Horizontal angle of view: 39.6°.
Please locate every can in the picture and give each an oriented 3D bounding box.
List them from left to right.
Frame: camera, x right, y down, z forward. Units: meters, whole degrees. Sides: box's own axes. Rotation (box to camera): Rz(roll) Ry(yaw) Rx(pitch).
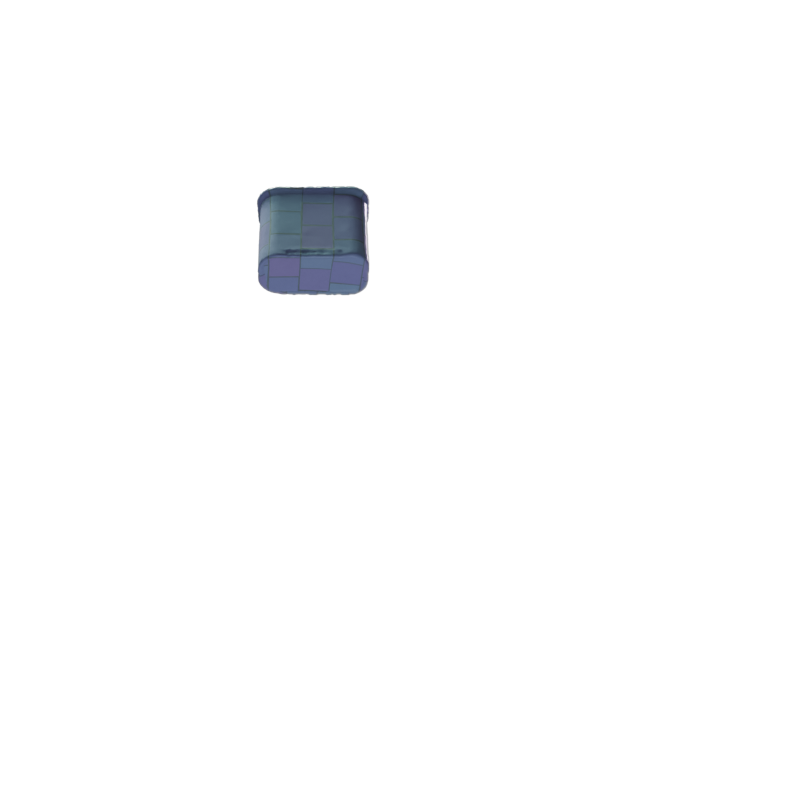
[{"bbox_3d":[-0.077,-0.141,0.985,0.102,0.090,0.053,-1,-40,-1],"label":"can"}]
